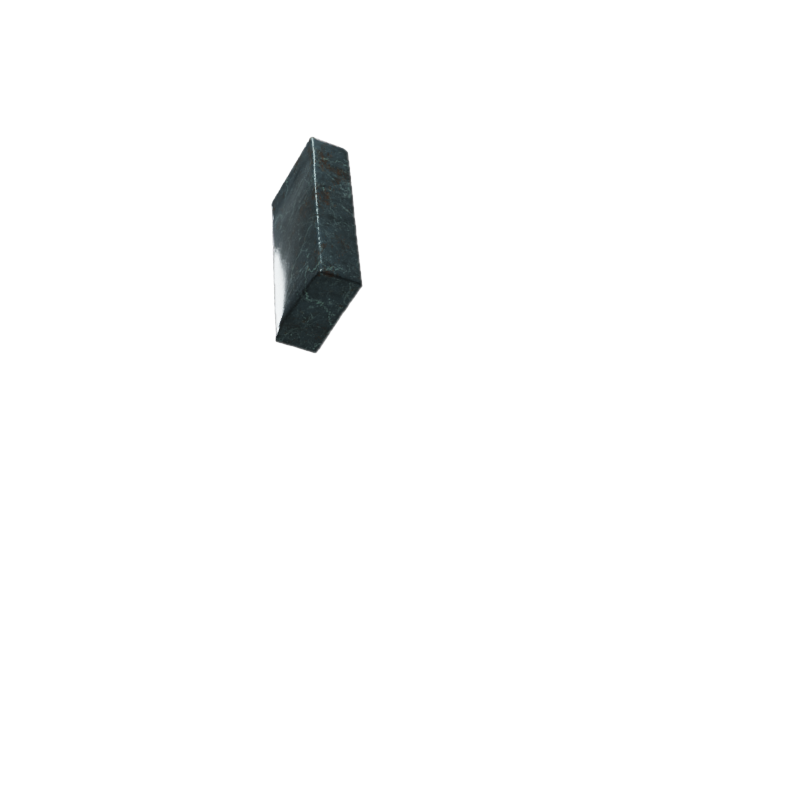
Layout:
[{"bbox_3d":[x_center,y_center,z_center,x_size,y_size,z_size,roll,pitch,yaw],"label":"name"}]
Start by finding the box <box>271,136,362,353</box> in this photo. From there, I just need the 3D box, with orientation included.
[{"bbox_3d":[-0.075,-0.138,0.967,0.046,0.189,0.090,18,-47,-22],"label":"box"}]
